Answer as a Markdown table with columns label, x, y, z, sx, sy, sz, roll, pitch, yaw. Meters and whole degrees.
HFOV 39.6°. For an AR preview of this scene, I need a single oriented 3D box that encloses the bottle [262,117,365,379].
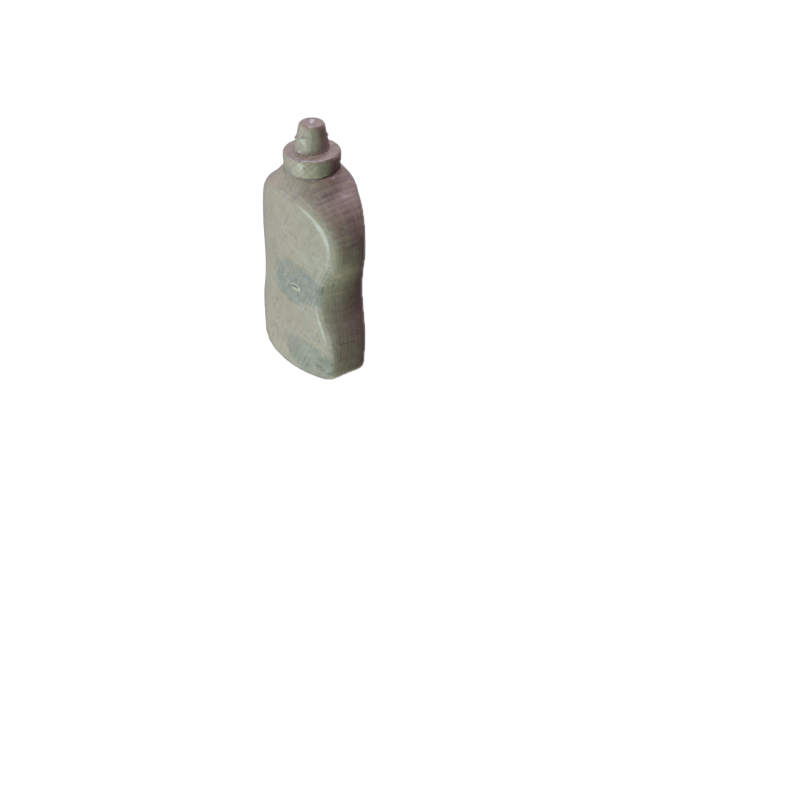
| label | x | y | z | sx | sy | sz | roll | pitch | yaw |
| --- | --- | --- | --- | --- | --- | --- | --- | --- | --- |
| bottle | -0.064 | -0.115 | 0.808 | 0.058 | 0.180 | 0.103 | -18 | 39 | -29 |
